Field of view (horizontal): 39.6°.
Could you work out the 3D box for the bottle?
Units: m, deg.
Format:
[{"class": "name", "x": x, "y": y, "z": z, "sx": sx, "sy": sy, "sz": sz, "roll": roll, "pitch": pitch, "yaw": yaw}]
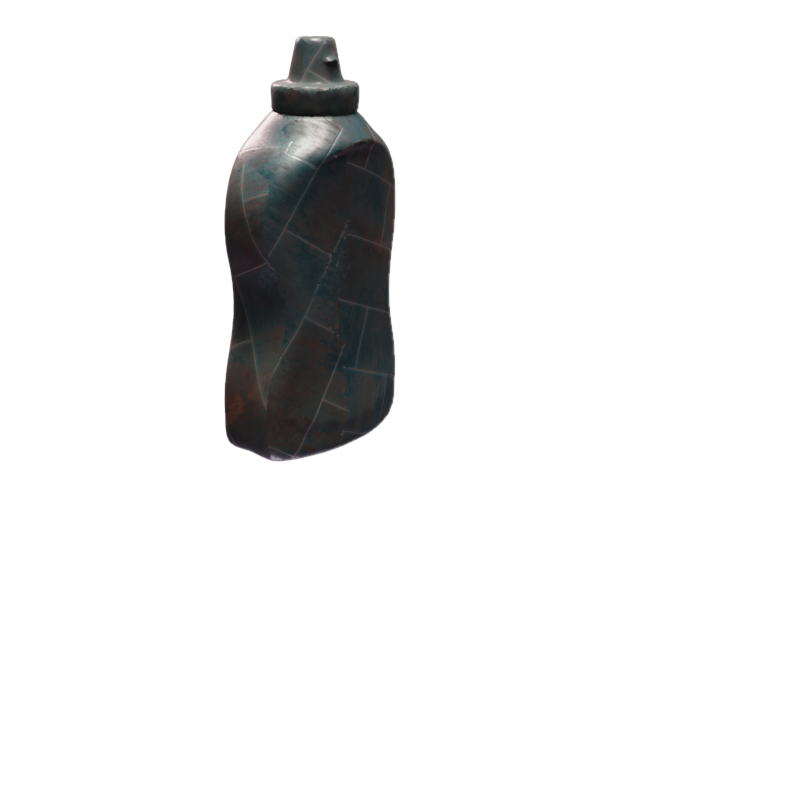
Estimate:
[{"class": "bottle", "x": -0.041, "y": -0.075, "z": 0.526, "sx": 0.062, "sy": 0.185, "sz": 0.094, "roll": 13, "pitch": 20, "yaw": 39}]
